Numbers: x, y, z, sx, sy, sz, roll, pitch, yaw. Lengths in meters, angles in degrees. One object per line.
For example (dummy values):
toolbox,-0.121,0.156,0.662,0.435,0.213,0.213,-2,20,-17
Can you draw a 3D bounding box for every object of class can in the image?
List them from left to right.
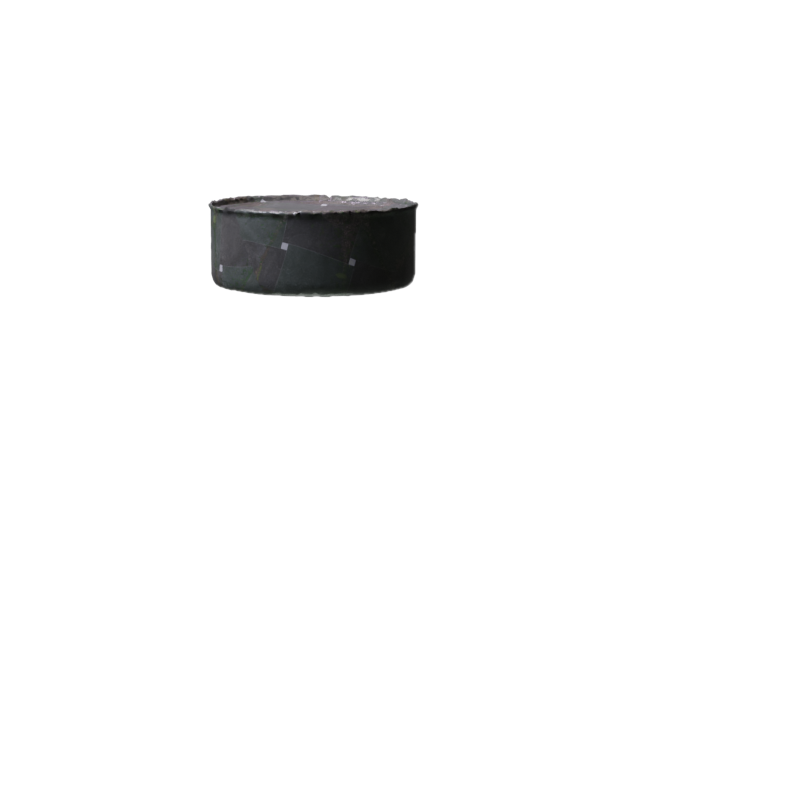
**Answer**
can,-0.036,-0.065,0.457,0.086,0.033,0.088,0,13,-2
